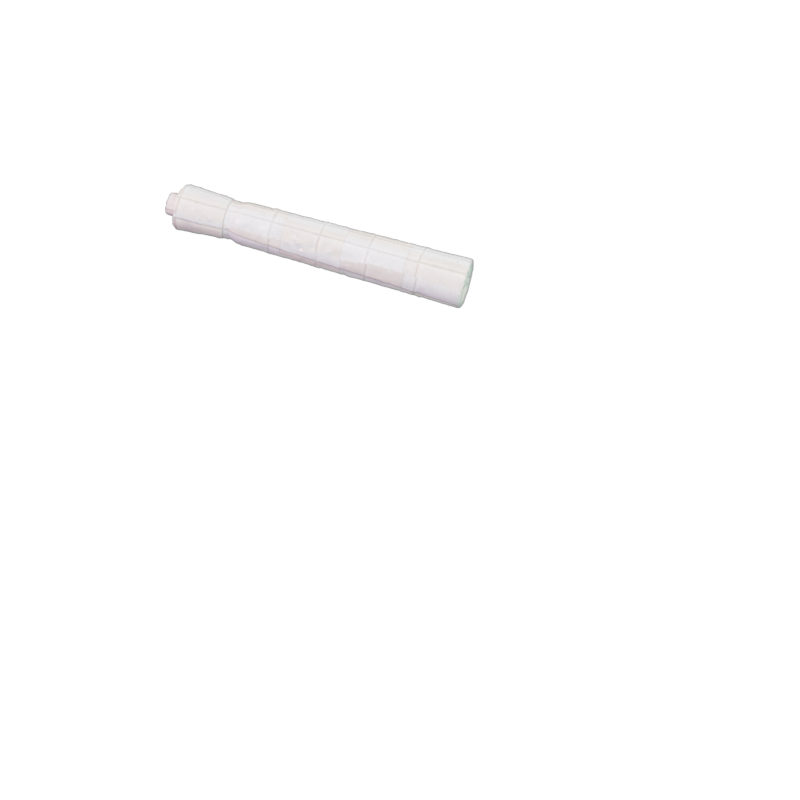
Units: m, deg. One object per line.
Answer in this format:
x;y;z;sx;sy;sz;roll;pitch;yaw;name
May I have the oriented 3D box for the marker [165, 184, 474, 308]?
-0.033;-0.060;0.421;0.124;0.020;0.019;17;8;14;marker
